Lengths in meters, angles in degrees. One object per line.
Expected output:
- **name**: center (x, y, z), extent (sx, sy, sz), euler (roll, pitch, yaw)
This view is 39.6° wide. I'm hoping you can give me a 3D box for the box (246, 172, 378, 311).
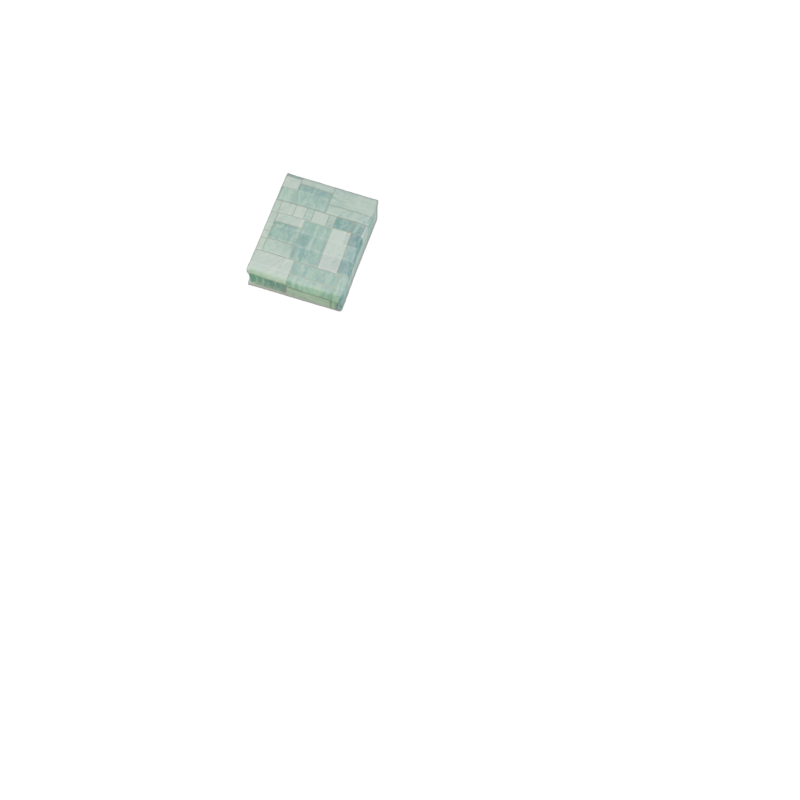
- **box**: center (-0.064, -0.116, 0.814), extent (0.074, 0.093, 0.028), euler (16, -27, 8)
